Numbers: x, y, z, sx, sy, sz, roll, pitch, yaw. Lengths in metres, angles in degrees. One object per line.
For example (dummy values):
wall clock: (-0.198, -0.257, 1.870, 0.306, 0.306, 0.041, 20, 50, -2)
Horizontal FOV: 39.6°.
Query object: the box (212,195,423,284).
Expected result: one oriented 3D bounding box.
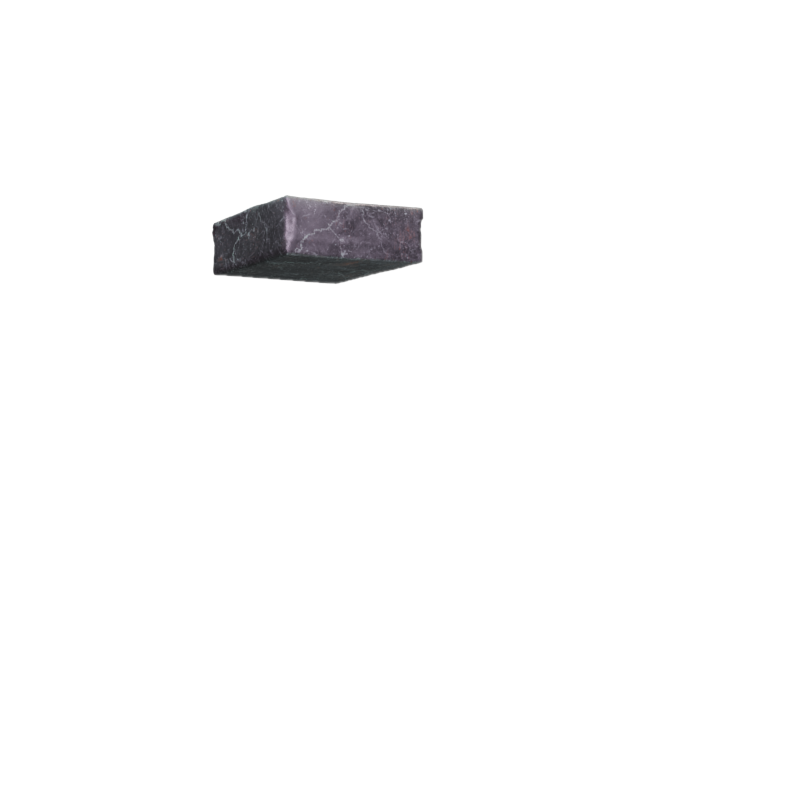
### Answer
box: (-0.043, -0.078, 0.544, 0.070, 0.031, 0.091, 1, -2, -30)
